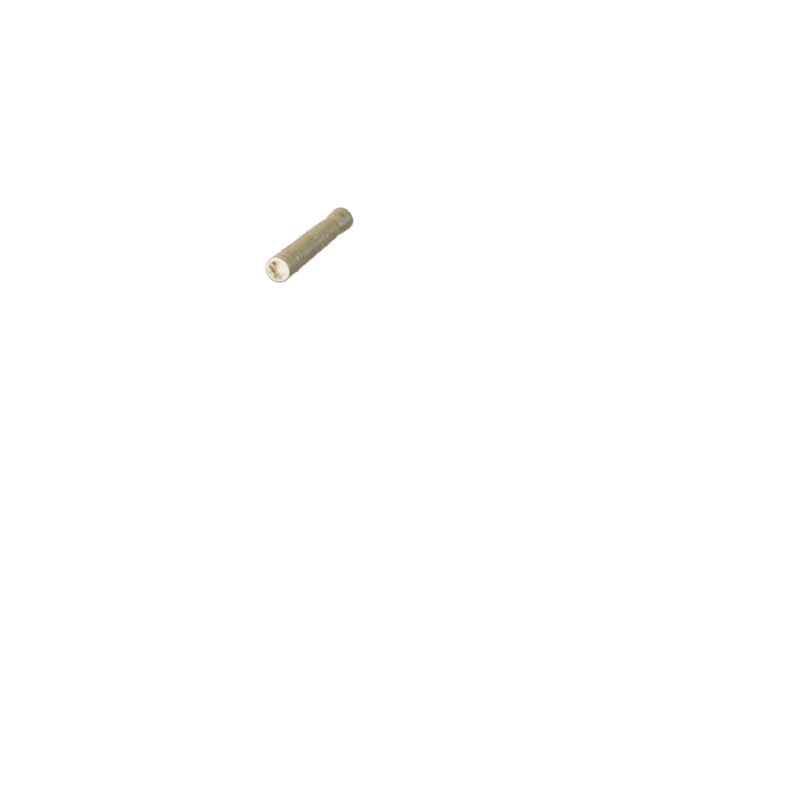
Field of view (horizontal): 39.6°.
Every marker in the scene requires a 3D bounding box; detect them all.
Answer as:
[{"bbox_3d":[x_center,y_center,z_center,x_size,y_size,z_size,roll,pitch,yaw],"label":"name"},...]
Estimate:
[{"bbox_3d":[-0.063,-0.116,0.810,0.020,0.019,0.123,1,26,22],"label":"marker"}]
